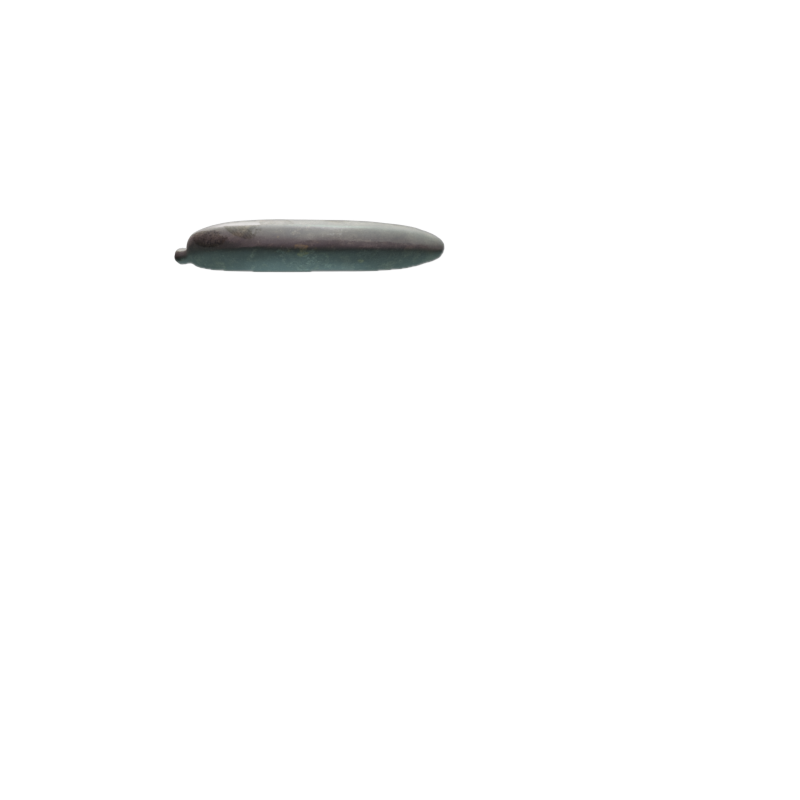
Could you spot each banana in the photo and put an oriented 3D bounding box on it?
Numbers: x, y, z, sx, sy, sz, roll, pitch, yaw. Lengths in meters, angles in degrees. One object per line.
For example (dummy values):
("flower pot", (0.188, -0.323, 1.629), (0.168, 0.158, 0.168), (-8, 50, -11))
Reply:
("banana", (-0.066, -0.110, 0.784), (0.198, 0.036, 0.071), (0, 12, 1))
